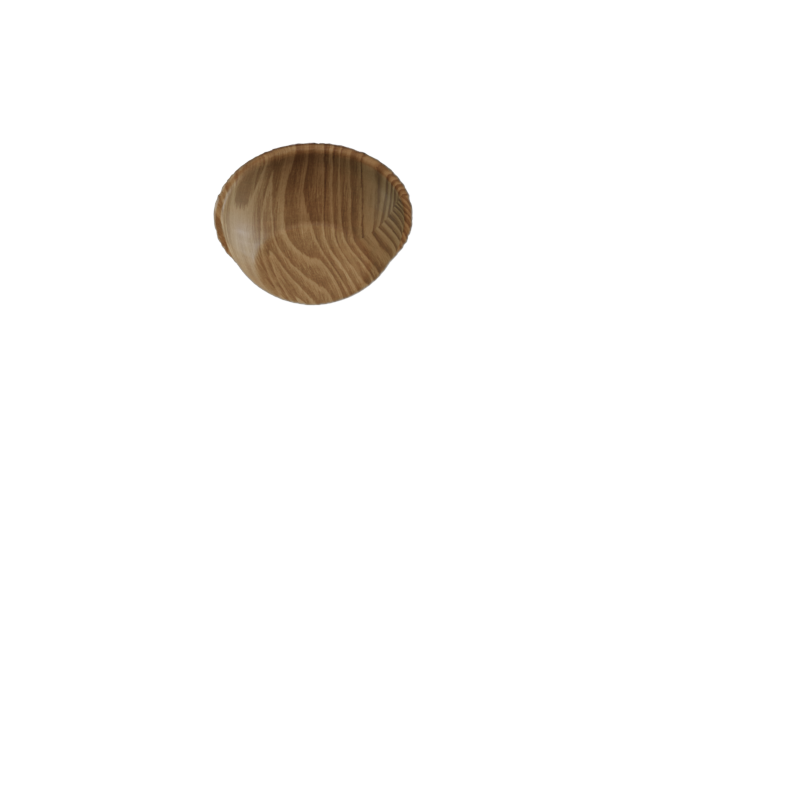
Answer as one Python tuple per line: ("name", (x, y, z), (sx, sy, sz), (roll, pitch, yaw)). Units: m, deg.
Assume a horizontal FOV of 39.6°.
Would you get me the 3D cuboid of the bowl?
("bowl", (-0.069, -0.126, 0.882), (0.162, 0.059, 0.151), (1, -42, -1))
